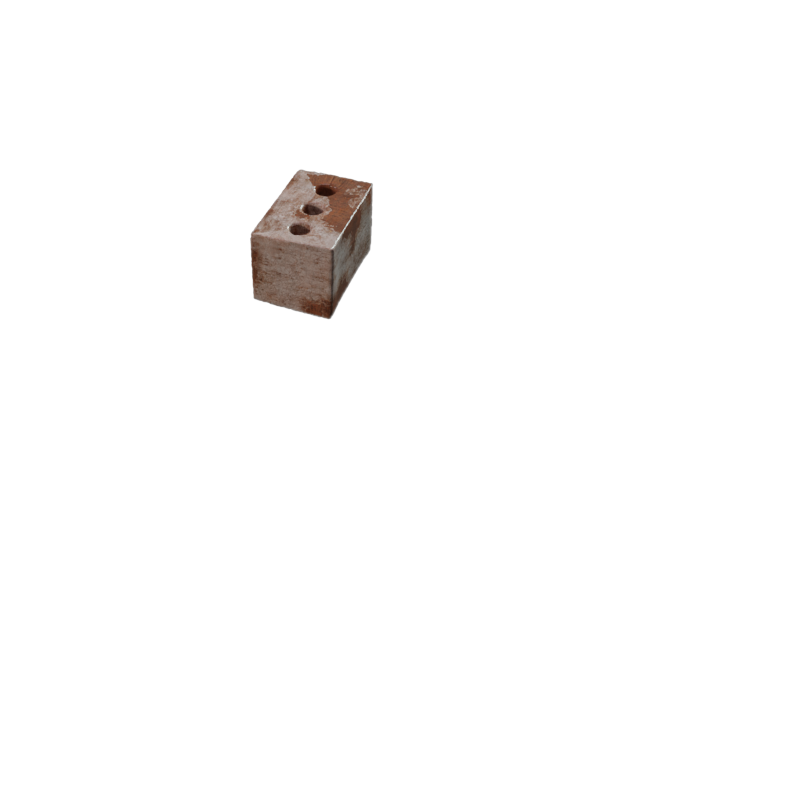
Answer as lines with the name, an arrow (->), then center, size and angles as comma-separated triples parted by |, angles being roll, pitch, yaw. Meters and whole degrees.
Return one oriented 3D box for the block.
block -> -0.053, -0.097, 0.682 | 0.054, 0.048, 0.081 | 12, 42, 12
